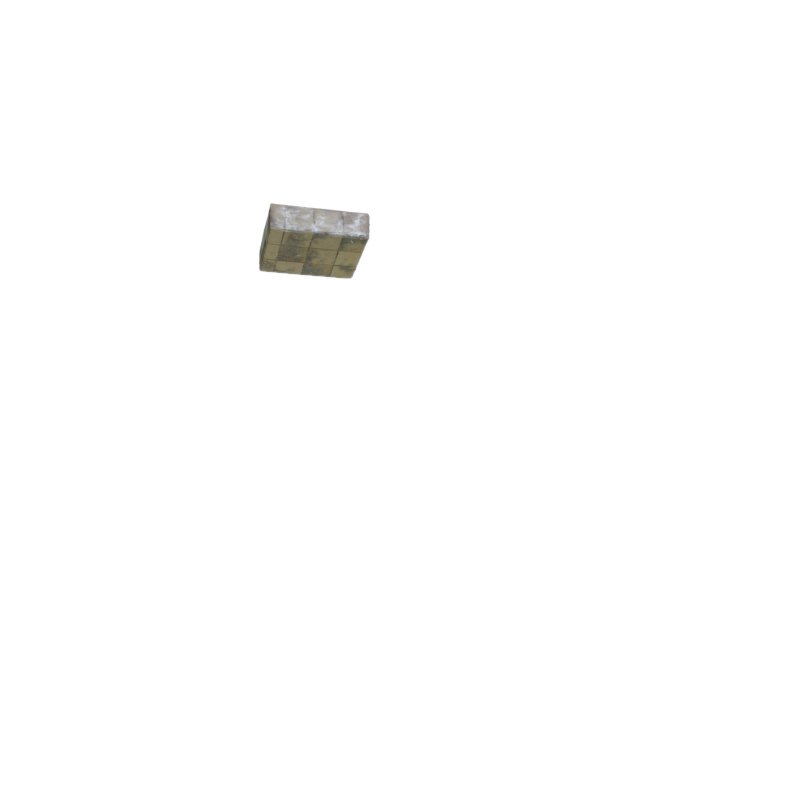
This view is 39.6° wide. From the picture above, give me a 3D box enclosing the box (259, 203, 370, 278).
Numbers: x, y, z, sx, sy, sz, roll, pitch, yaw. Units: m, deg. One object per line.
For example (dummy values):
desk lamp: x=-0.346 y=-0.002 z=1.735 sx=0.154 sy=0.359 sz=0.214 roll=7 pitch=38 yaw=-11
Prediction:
box: x=-0.077 y=-0.140 z=0.983 sx=0.088 sy=0.032 sz=0.070 roll=5 pitch=-27 yaw=-10
